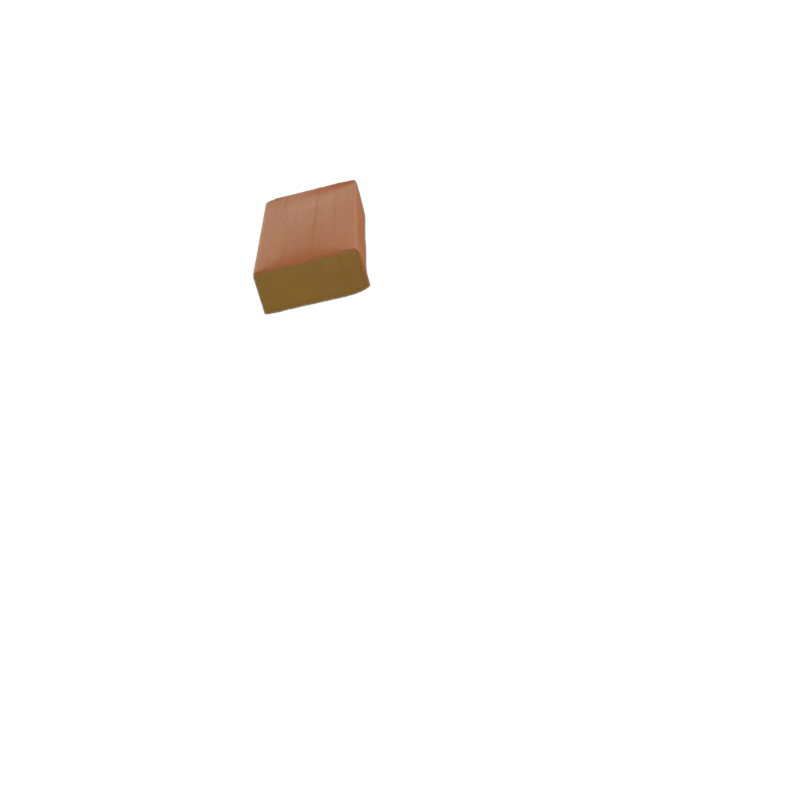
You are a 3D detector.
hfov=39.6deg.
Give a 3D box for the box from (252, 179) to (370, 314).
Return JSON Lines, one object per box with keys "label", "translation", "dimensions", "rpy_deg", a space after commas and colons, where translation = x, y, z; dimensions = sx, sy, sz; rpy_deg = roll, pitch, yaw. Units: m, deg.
{"label": "box", "translation": [-0.078, -0.142, 0.993], "dimensions": [0.094, 0.045, 0.187], "rpy_deg": [-14, 30, 4]}
